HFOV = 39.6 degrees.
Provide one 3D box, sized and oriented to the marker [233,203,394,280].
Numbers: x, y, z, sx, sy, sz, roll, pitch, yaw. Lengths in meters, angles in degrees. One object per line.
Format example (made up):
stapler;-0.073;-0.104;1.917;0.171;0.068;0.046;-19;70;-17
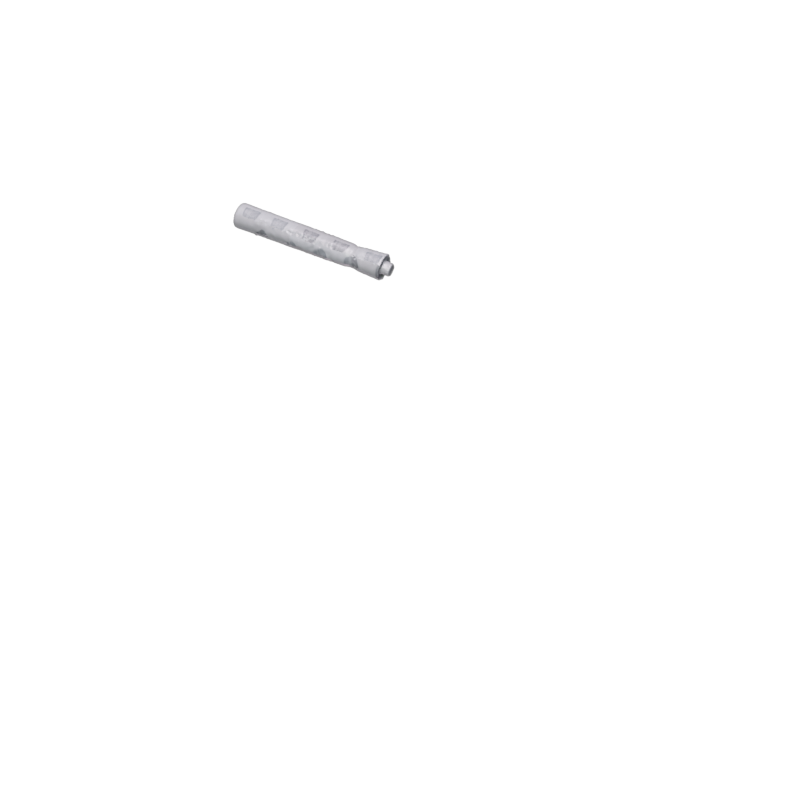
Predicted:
marker;-0.060;-0.109;0.766;0.126;0.019;0.019;23;12;22
